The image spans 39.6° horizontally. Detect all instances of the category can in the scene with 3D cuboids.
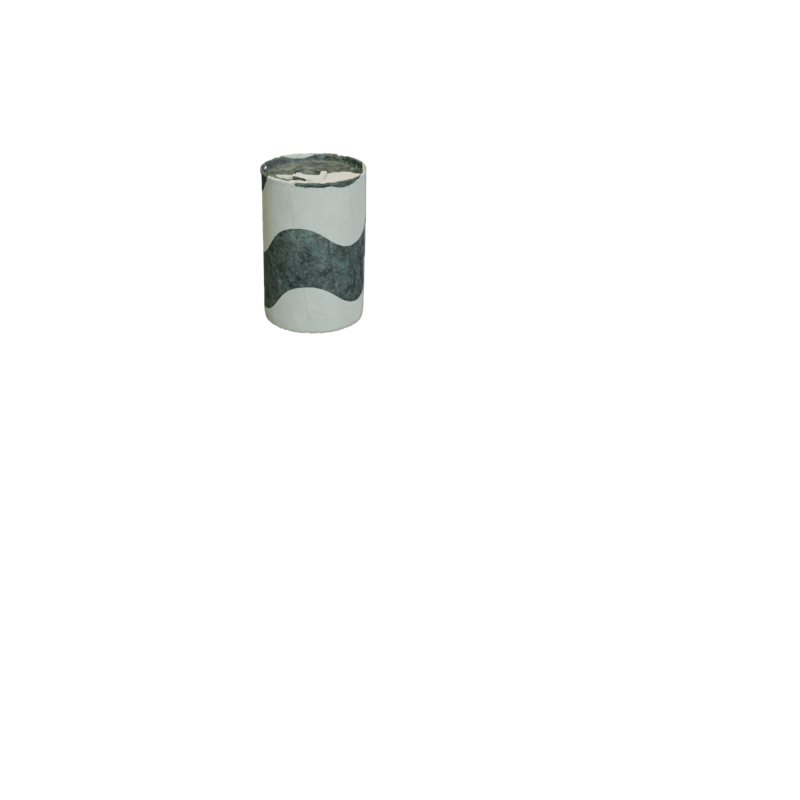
[{"bbox_3d":[-0.056,-0.103,0.722,0.068,0.097,0.072,0,24,-2],"label":"can"}]
